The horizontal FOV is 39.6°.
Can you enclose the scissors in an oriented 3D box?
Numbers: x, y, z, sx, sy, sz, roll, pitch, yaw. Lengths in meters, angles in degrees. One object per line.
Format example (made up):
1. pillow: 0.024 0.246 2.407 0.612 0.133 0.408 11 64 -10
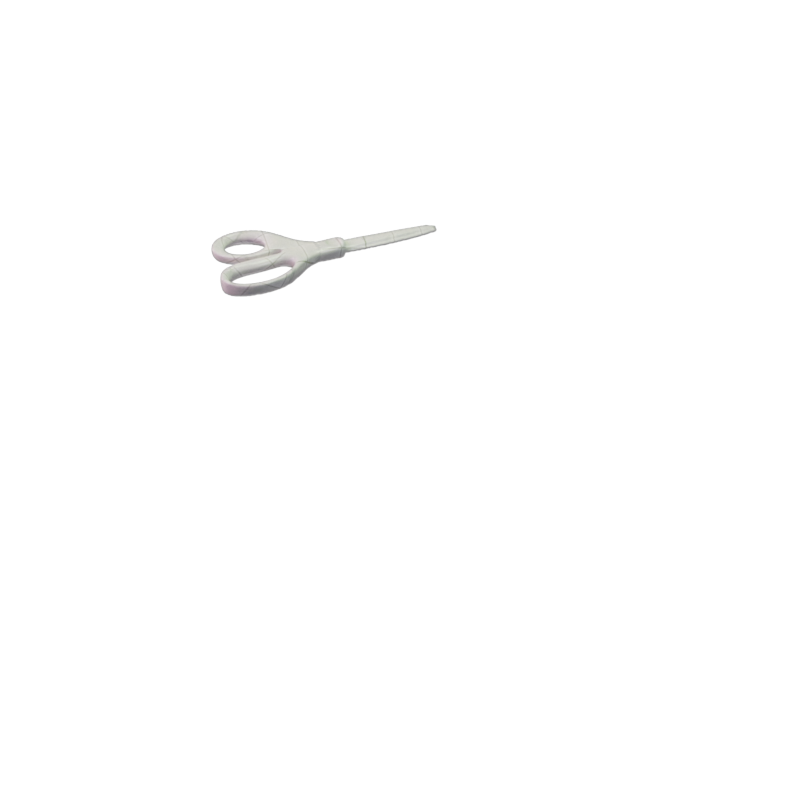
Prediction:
1. scissors: -0.075 -0.137 0.959 0.200 0.015 0.103 -26 44 -30
